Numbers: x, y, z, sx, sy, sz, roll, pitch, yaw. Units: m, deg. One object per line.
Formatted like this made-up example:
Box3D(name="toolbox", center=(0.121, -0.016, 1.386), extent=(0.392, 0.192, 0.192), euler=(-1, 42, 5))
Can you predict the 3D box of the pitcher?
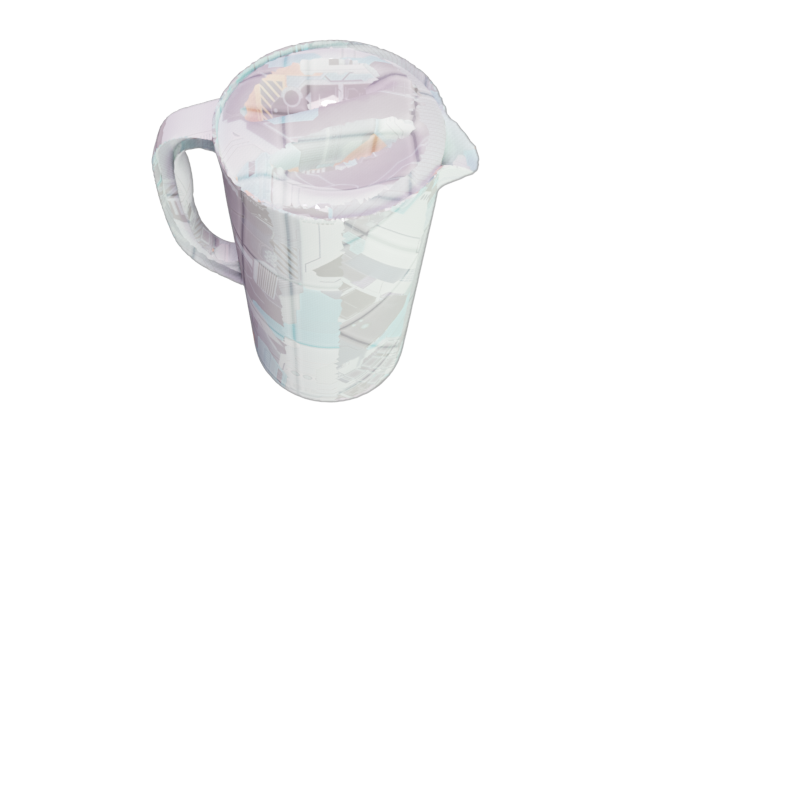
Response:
Box3D(name="pitcher", center=(-0.055, -0.101, 0.706), extent=(0.146, 0.158, 0.228), euler=(-34, -24, -21))
